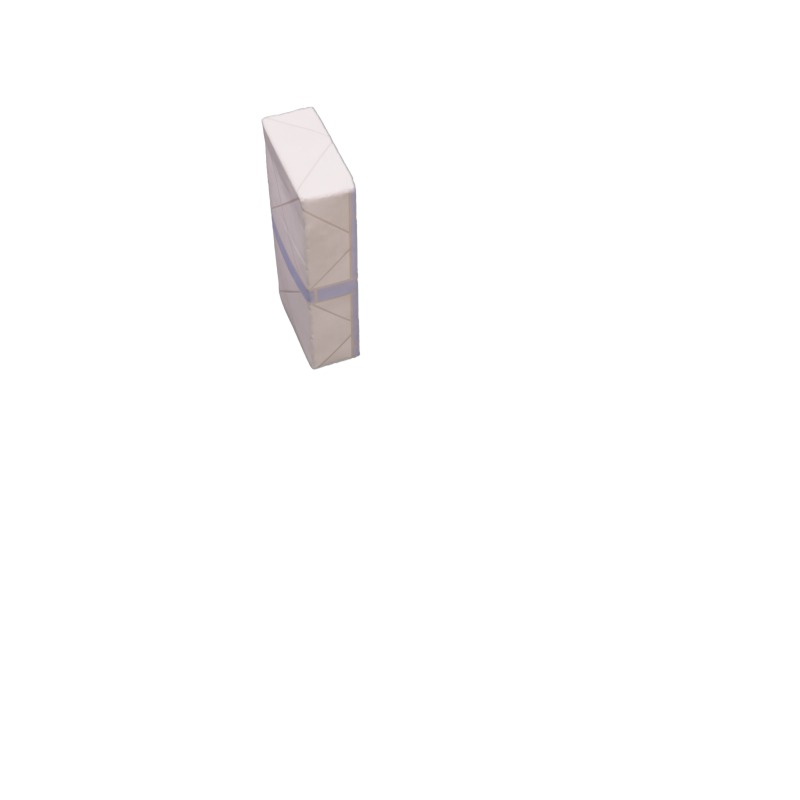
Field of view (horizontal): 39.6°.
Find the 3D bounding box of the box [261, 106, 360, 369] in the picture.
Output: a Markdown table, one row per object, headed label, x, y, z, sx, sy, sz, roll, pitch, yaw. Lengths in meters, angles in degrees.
| label | x | y | z | sx | sy | sz | roll | pitch | yaw |
| --- | --- | --- | --- | --- | --- | --- | --- | --- | --- |
| box | -0.063 | -0.115 | 0.806 | 0.047 | 0.101 | 0.164 | -14 | -39 | -15 |
